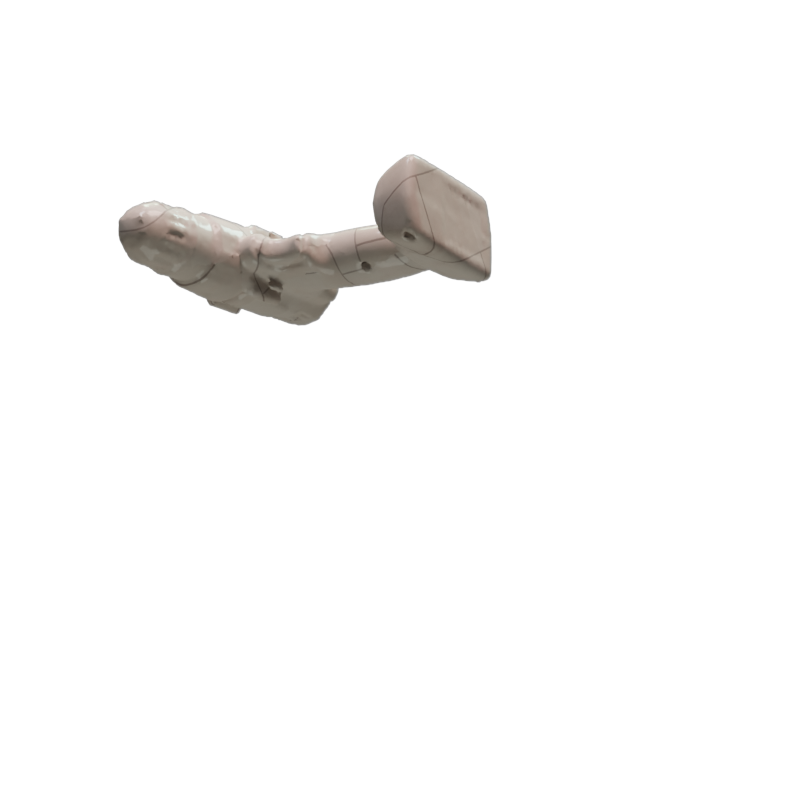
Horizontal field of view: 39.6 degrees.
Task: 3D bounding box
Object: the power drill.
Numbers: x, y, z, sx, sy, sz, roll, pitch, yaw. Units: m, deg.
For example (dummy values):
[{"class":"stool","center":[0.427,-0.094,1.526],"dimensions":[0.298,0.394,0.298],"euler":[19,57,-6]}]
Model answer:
[{"class":"power drill","center":[-0.053,-0.097,0.683],"dimensions":[0.192,0.059,0.174],"euler":[-7,-13,33]}]
